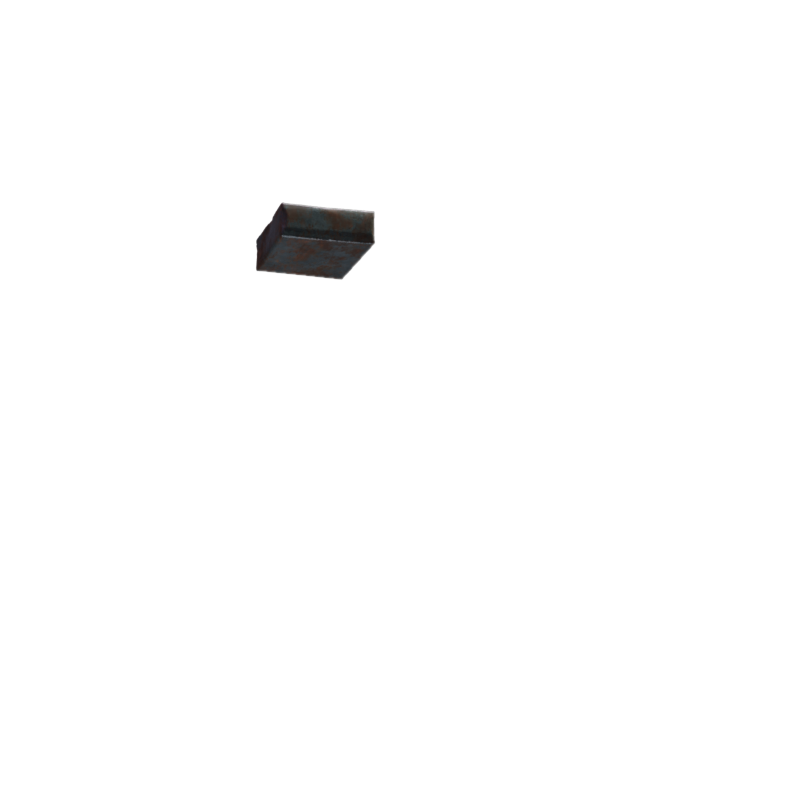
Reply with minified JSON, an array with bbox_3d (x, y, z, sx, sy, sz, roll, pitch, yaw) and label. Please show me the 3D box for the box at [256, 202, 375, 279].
[{"bbox_3d":[-0.067,-0.122,0.857,0.071,0.031,0.088,4,-14,-17],"label":"box"}]
